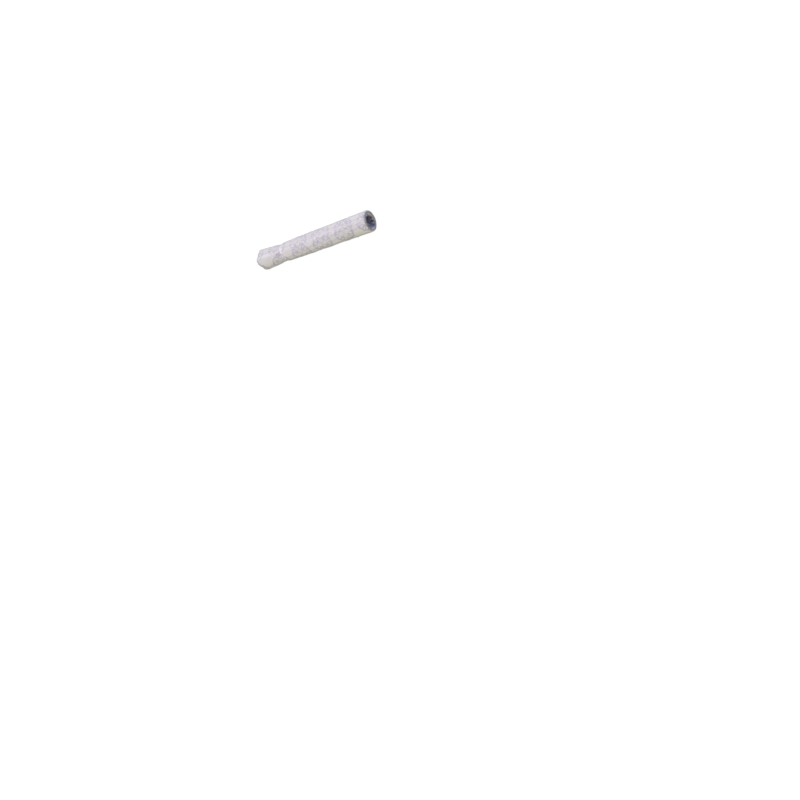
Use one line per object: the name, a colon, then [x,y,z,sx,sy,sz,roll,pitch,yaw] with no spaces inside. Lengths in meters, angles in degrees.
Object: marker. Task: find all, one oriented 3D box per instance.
marker: [-0.074,-0.135,0.949,0.123,0.020,0.019,-15,-5,33]
